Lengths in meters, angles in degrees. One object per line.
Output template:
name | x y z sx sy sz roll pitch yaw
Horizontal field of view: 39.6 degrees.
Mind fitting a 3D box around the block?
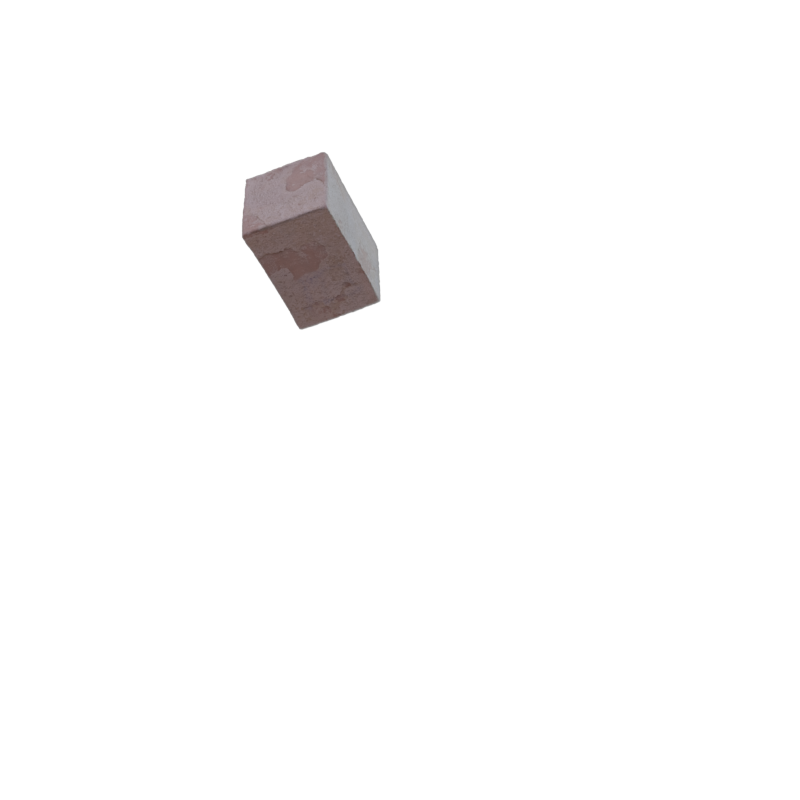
block | -0.049 -0.090 0.627 0.053 0.055 0.072 -18 -49 14
